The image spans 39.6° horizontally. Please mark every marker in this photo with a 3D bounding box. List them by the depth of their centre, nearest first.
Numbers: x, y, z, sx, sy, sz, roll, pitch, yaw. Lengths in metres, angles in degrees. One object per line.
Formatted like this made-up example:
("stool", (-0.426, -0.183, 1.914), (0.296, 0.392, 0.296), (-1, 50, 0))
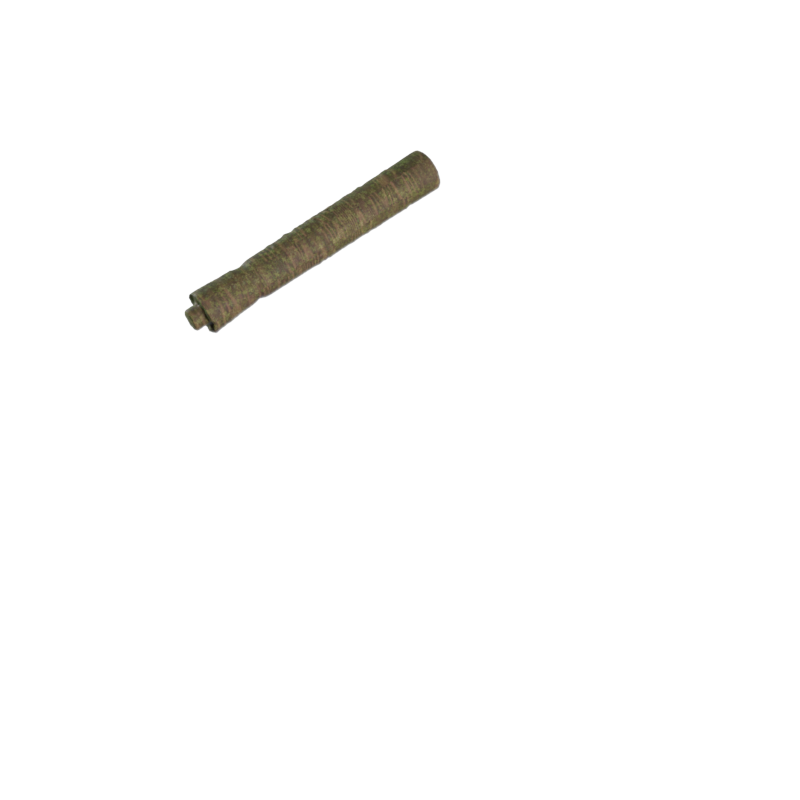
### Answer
("marker", (-0.035, -0.065, 0.453), (0.121, 0.019, 0.020), (-35, 17, -18))
